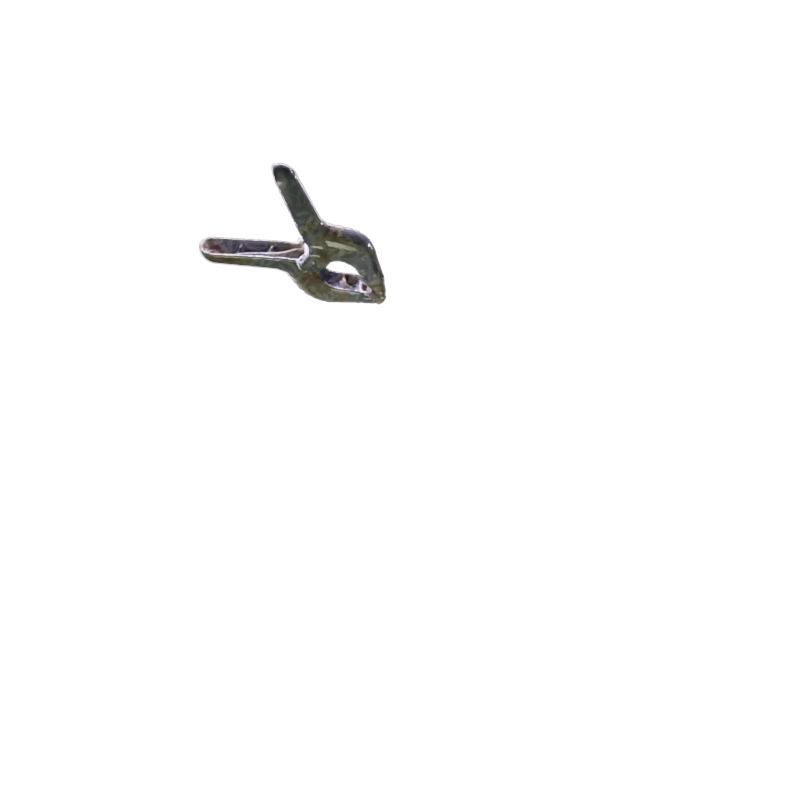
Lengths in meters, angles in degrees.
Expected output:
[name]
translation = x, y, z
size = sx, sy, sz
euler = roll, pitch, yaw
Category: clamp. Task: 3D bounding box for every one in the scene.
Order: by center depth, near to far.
[clamp]
translation = -0.076, -0.138, 0.965
size = 0.164, 0.042, 0.117
euler = 19, -42, -23
